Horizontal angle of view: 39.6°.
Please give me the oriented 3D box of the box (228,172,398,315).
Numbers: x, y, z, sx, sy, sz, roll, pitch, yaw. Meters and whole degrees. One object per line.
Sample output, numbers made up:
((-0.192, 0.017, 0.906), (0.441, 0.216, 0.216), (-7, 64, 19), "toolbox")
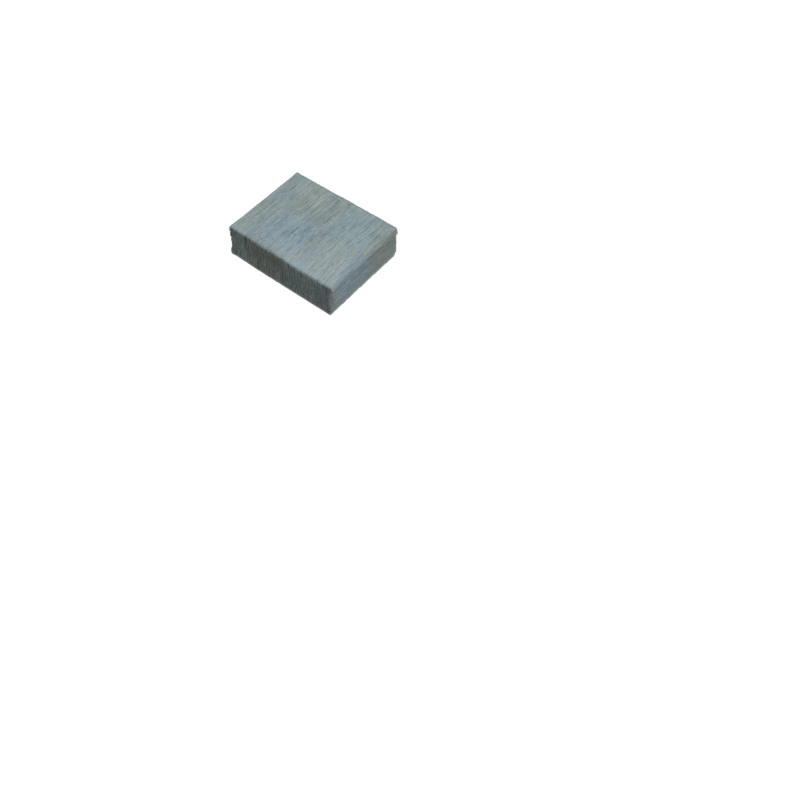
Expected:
((-0.073, -0.133, 0.931), (0.120, 0.036, 0.091), (30, 54, 24), "box")
